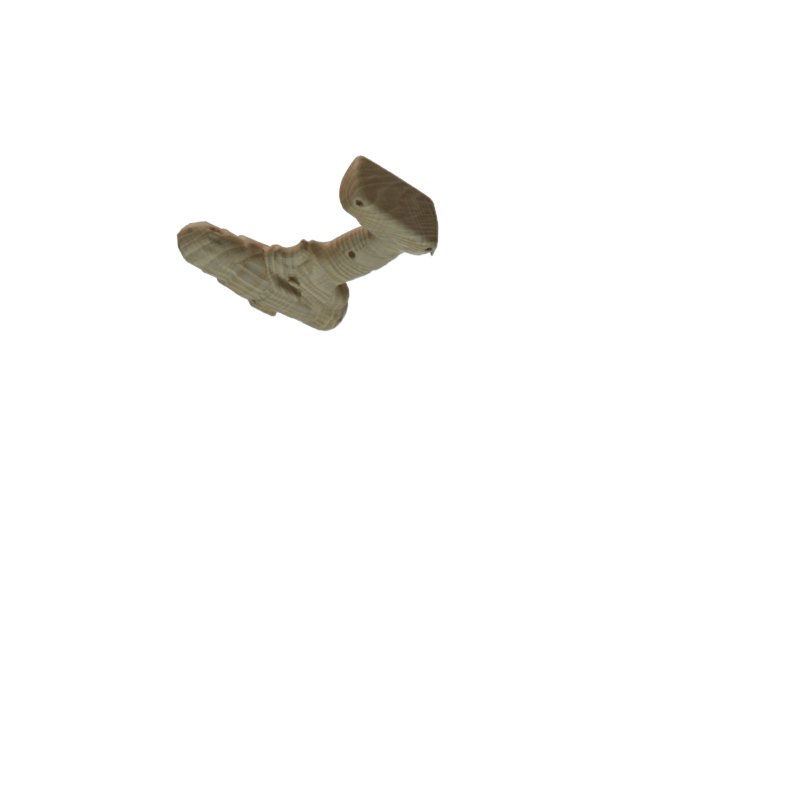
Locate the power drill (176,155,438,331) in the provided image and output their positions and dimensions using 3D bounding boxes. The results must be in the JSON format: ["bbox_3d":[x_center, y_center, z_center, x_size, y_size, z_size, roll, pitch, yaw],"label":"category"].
[{"bbox_3d":[-0.076,-0.138,0.966,0.173,0.061,0.187,25,-38,-37],"label":"power drill"}]
